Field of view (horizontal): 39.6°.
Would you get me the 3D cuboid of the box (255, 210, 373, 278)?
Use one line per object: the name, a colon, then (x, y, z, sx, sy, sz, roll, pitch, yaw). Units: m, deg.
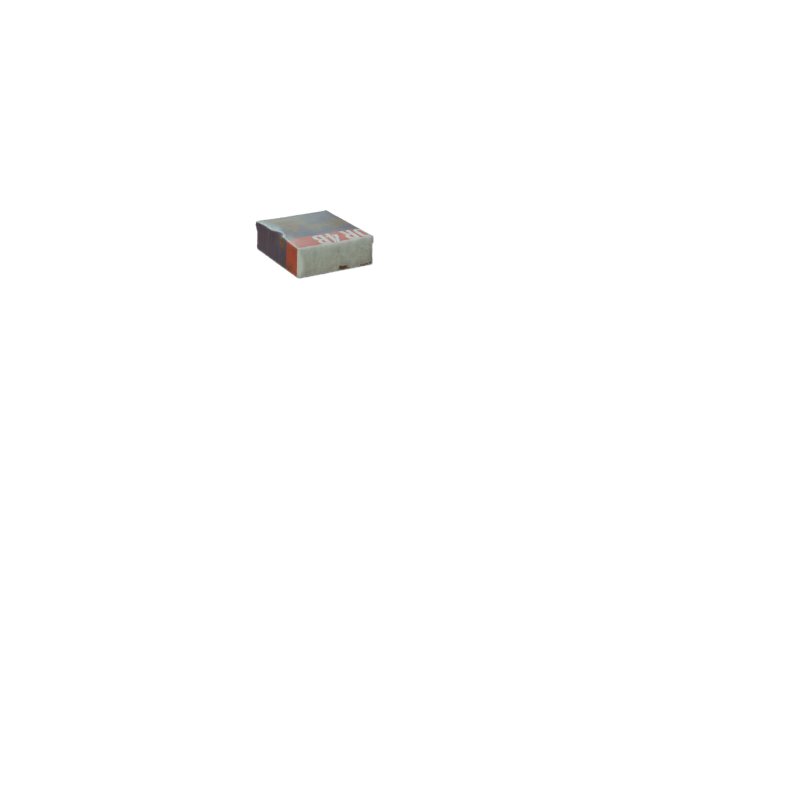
box: (-0.076, -0.139, 0.972, 0.072, 0.029, 0.096, -13, 29, -26)
